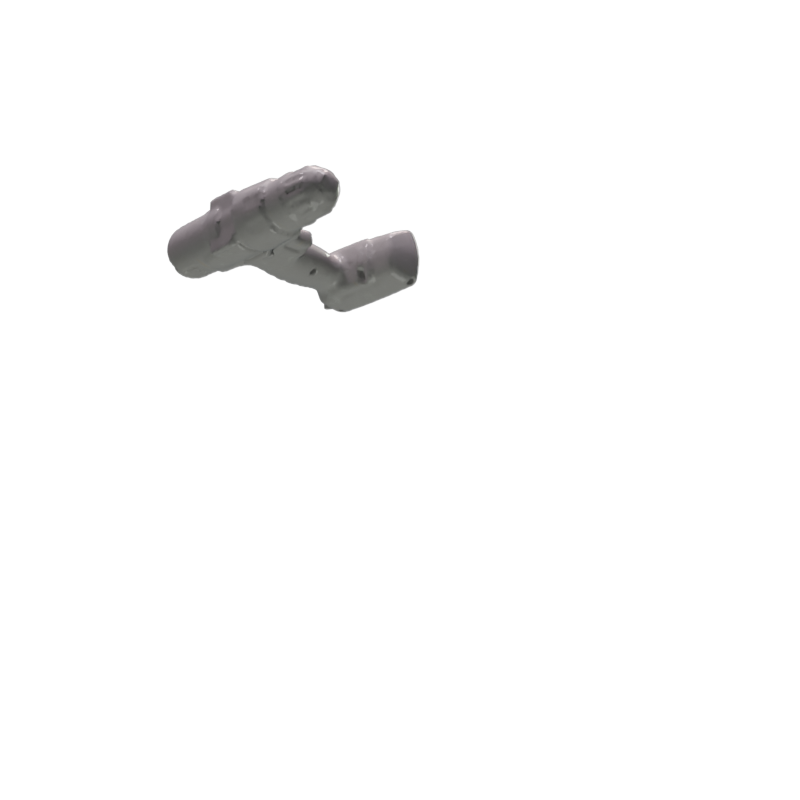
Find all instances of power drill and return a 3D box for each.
[{"bbox_3d":[-0.072,-0.132,0.924,0.187,0.060,0.177,-15,-22,42],"label":"power drill"}]
